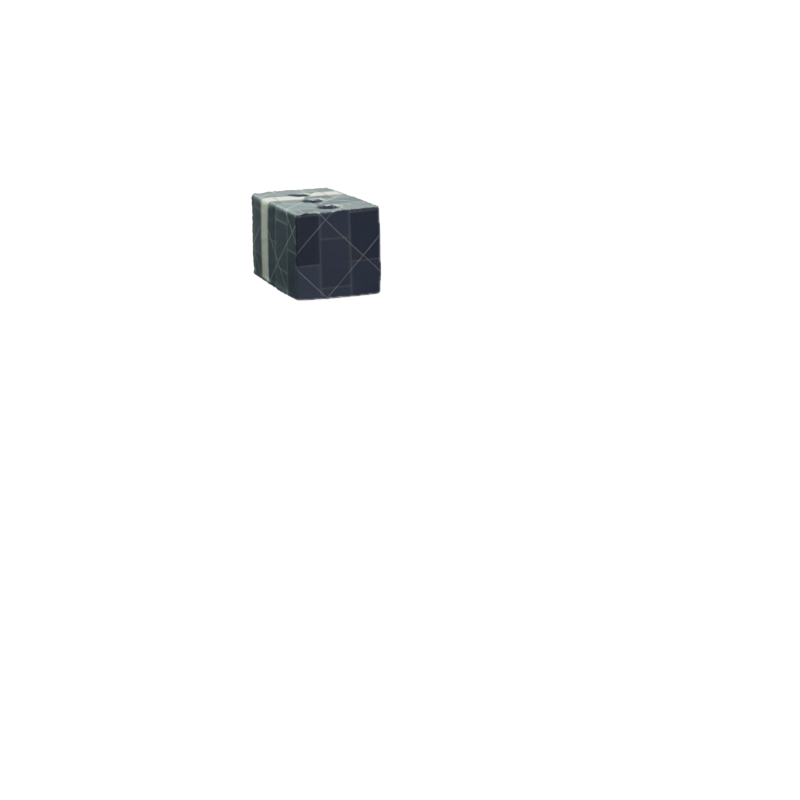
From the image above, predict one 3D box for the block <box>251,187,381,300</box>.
[{"bbox_3d":[-0.051,-0.094,0.655,0.051,0.050,0.083,-7,19,-25],"label":"block"}]
